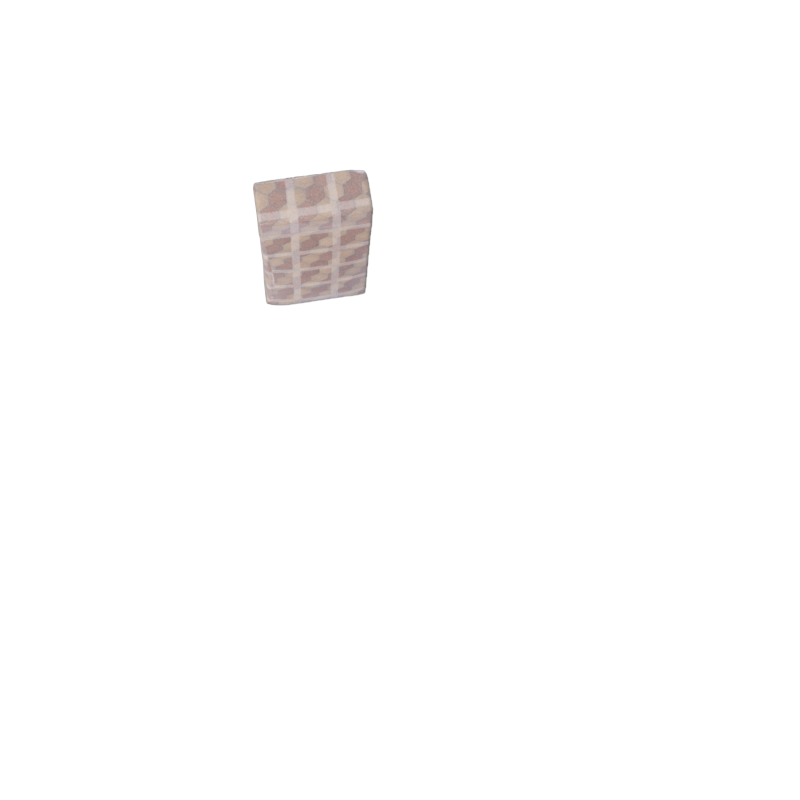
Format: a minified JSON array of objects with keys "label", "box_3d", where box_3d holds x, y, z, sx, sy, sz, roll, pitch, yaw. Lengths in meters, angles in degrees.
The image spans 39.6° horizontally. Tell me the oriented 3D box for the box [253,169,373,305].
[{"label":"box","box_3d":[-0.074,-0.135,0.945,0.093,0.051,0.168,-7,-20,-6]}]
